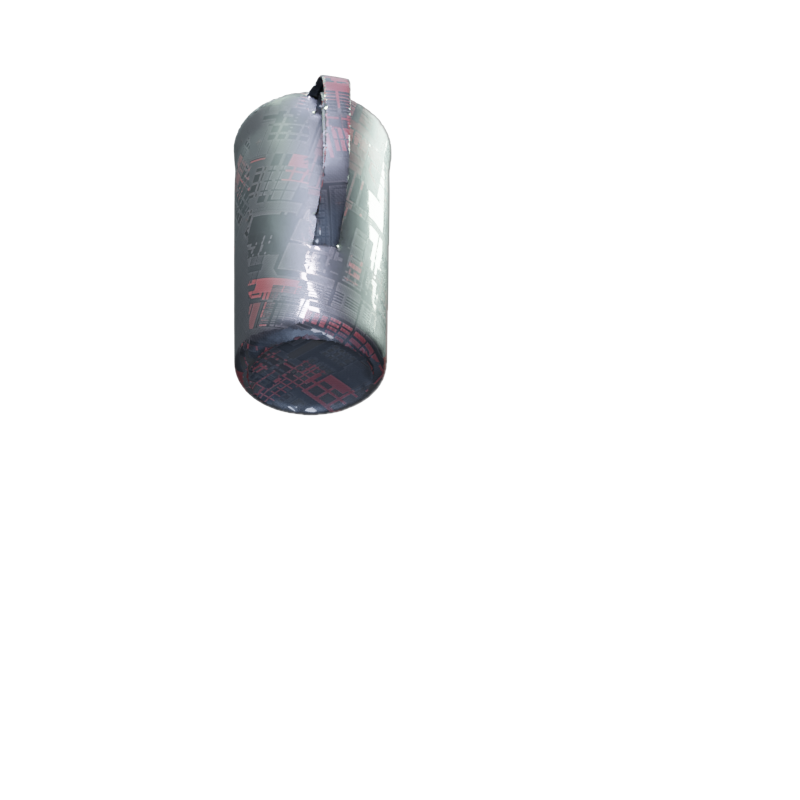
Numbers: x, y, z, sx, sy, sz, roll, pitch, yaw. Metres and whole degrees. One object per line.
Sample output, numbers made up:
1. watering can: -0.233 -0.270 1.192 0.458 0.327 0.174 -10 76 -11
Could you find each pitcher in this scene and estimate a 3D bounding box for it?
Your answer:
1. pitcher: -0.067 -0.121 0.850 0.146 0.261 0.138 -23 -44 22
